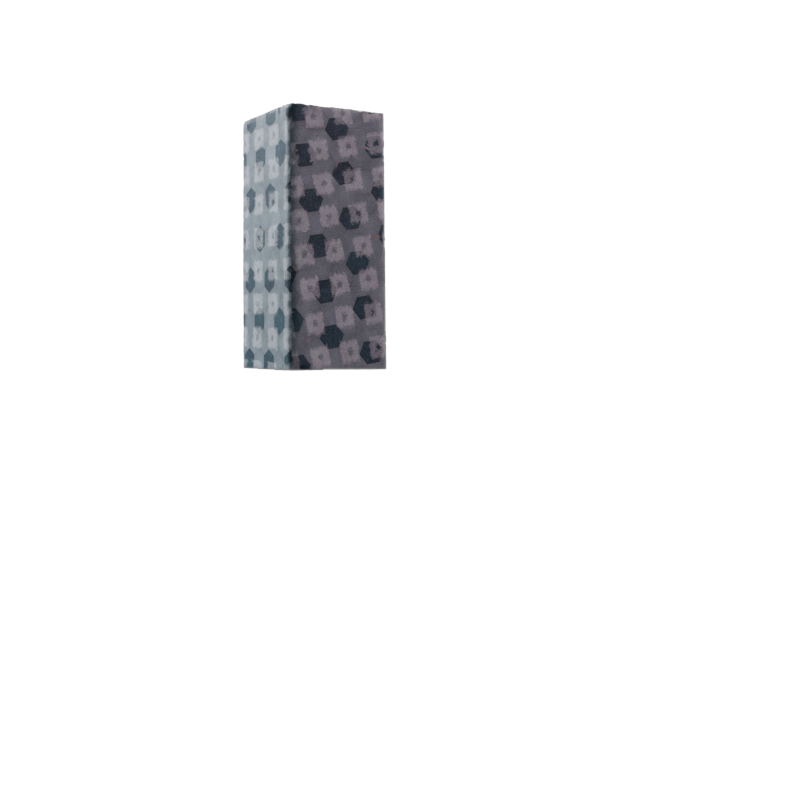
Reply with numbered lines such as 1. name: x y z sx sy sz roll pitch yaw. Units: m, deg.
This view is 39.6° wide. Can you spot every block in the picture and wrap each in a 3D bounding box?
1. block: -0.072 -0.129 0.907 0.087 0.208 0.093 2 -4 -31
